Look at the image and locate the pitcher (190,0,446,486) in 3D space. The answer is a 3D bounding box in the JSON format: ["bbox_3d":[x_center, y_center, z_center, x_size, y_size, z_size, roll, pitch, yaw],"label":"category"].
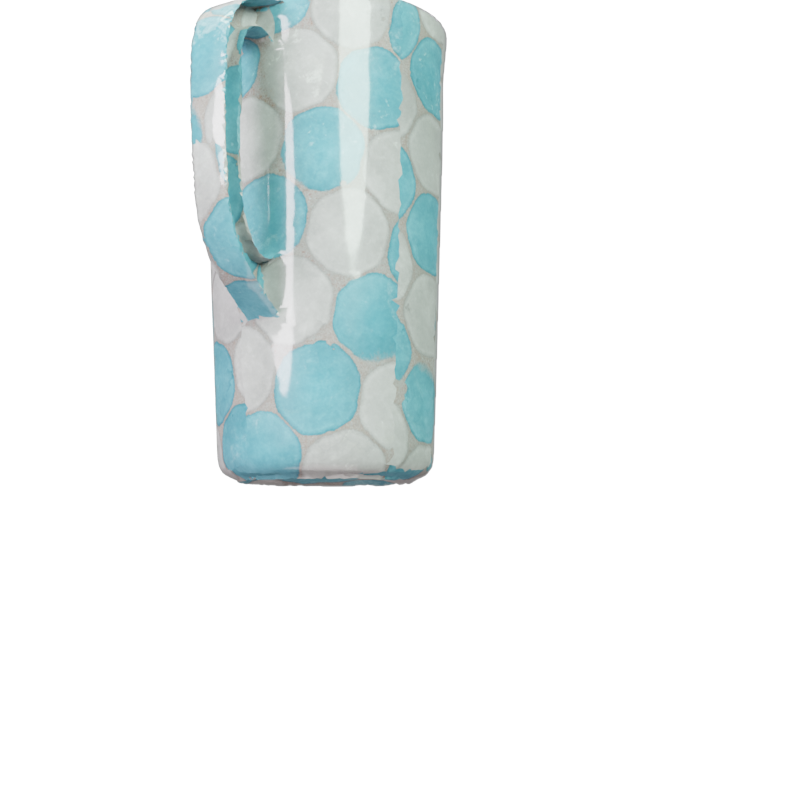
[{"bbox_3d":[-0.045,-0.082,0.573,0.146,0.251,0.144,3,-13,-17],"label":"pitcher"}]
